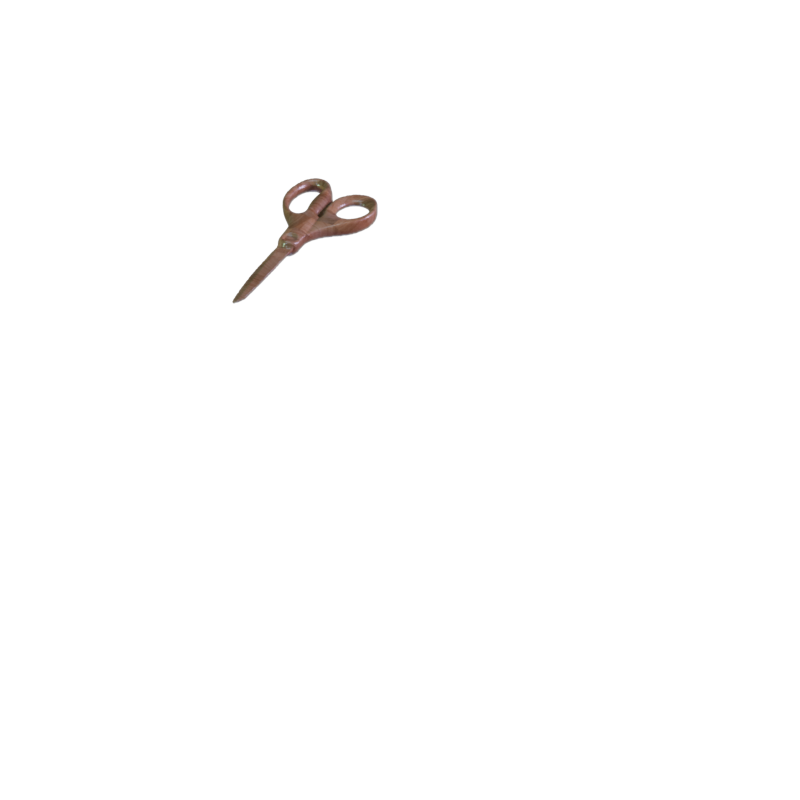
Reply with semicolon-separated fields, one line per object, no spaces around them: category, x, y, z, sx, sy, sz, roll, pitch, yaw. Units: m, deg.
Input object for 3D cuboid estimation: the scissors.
scissors;-0.075;-0.137;0.960;0.097;0.015;0.213;4;38;5
